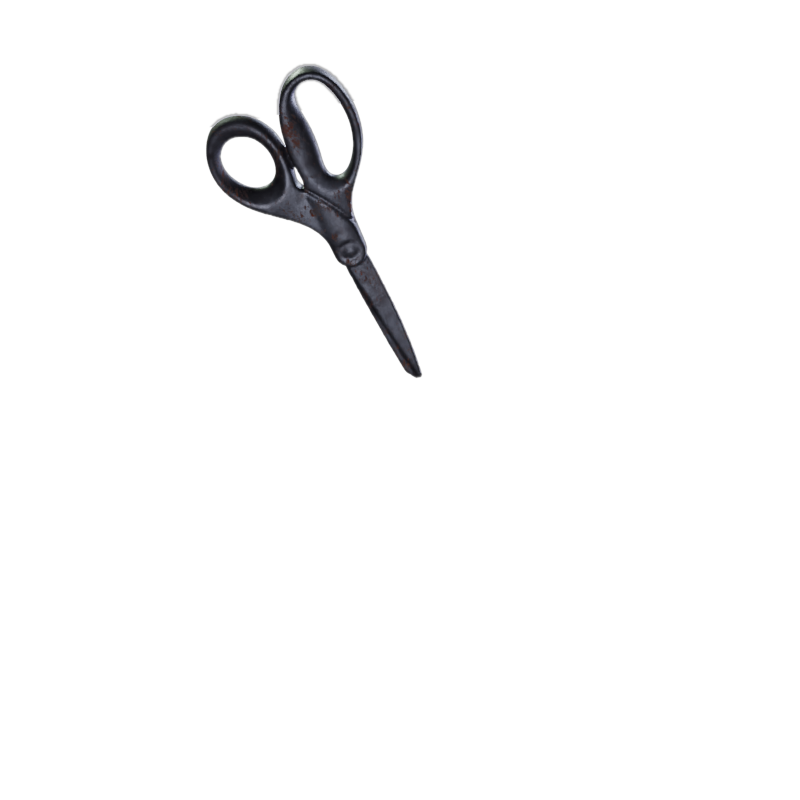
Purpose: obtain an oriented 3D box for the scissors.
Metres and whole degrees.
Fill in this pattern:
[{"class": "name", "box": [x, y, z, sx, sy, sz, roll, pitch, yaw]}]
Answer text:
[{"class": "scissors", "box": [-0.050, -0.090, 0.634, 0.096, 0.190, 0.017, -9, 25, 4]}]
